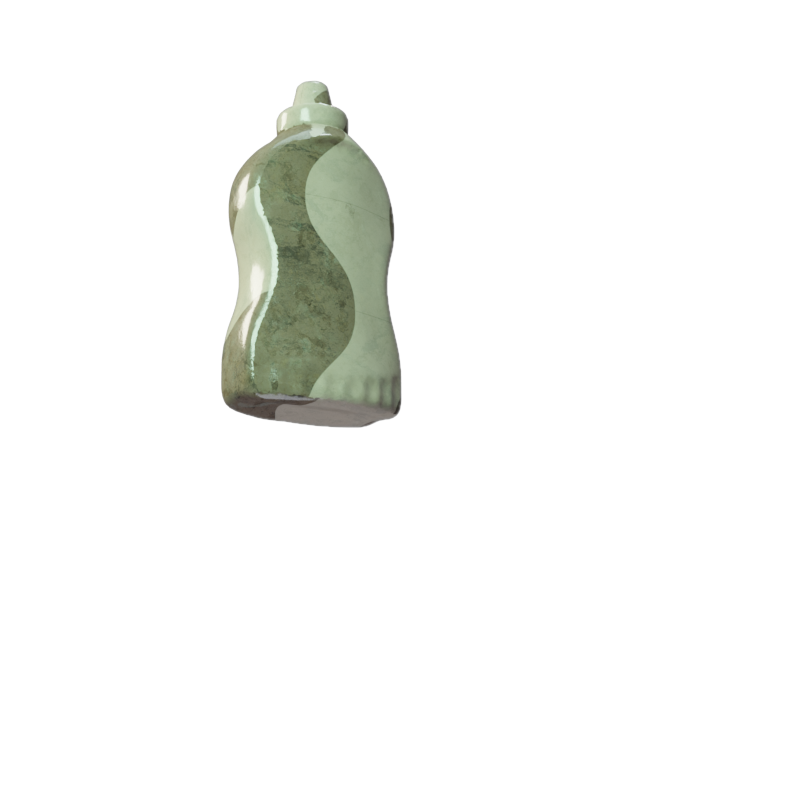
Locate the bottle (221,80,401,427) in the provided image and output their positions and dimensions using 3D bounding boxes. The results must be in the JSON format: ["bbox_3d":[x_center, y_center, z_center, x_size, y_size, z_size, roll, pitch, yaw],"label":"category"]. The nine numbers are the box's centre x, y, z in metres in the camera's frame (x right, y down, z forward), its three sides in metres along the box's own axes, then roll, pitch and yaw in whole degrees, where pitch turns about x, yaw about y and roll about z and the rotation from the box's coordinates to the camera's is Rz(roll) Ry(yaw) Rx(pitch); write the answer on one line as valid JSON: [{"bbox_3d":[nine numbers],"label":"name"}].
[{"bbox_3d":[-0.048,-0.086,0.604,0.092,0.201,0.058,10,-23,-31],"label":"bottle"}]
